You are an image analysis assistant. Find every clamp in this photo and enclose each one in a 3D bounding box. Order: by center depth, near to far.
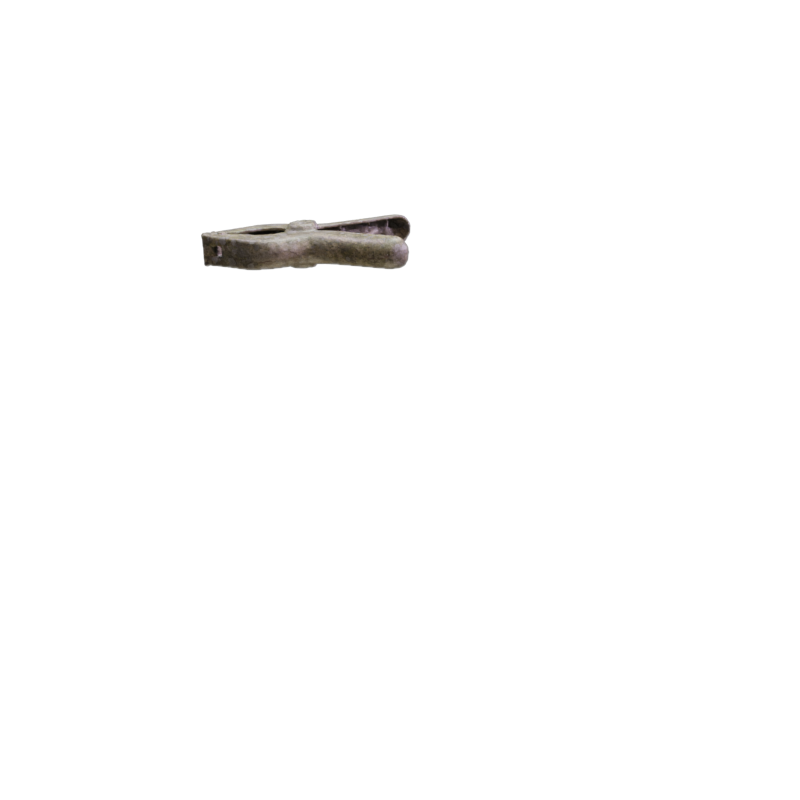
[{"bbox_3d":[-0.070,-0.127,0.889,0.175,0.038,0.121,3,13,13],"label":"clamp"}]
